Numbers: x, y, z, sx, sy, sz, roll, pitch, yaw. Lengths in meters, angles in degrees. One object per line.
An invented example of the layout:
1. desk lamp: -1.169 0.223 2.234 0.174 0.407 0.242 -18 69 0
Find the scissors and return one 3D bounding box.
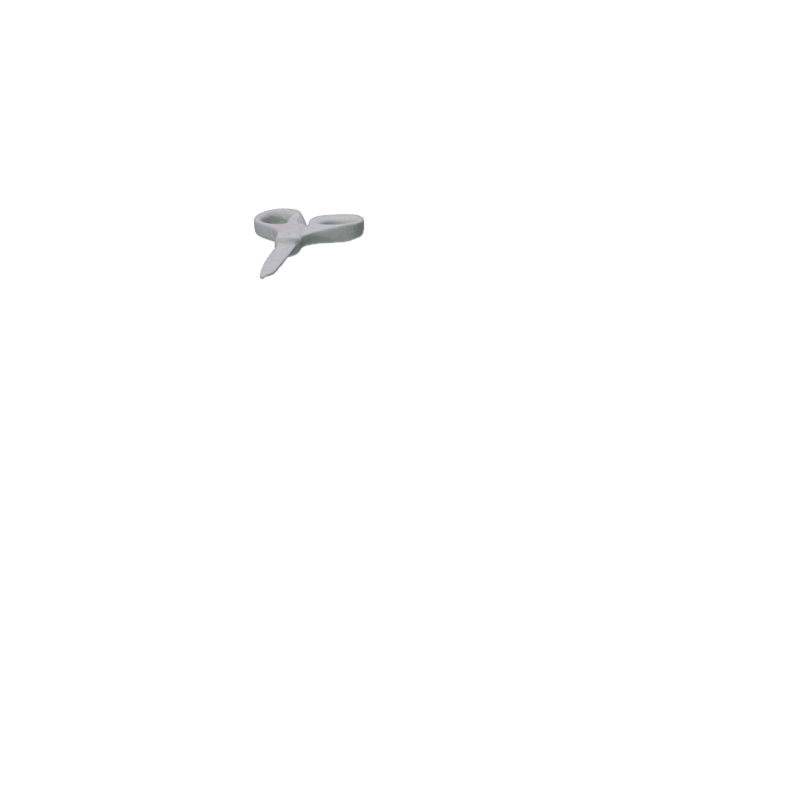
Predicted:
1. scissors: -0.064 -0.117 0.818 0.095 0.015 0.212 -4 20 -10
